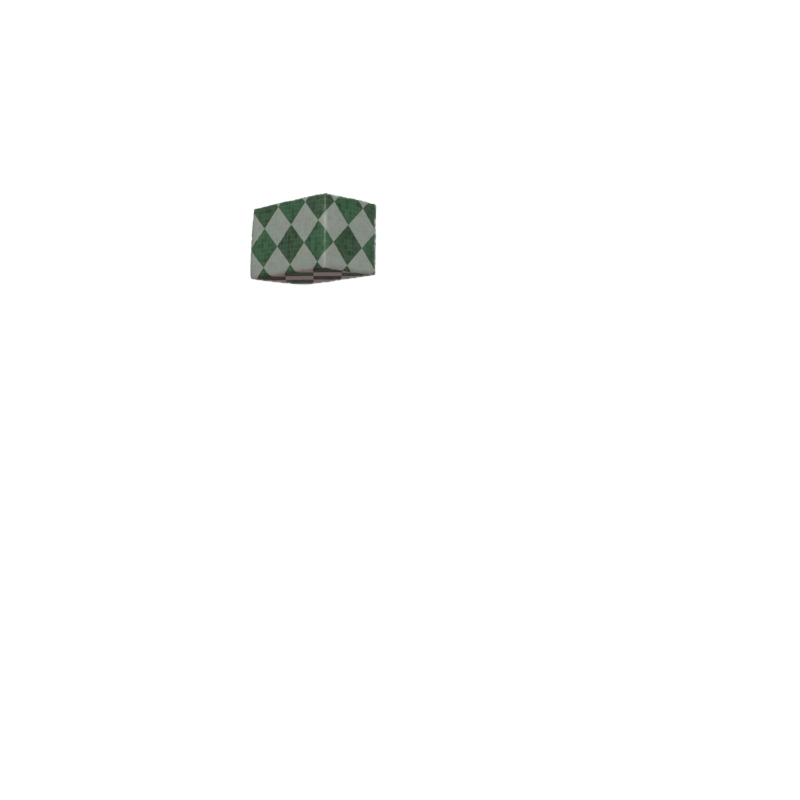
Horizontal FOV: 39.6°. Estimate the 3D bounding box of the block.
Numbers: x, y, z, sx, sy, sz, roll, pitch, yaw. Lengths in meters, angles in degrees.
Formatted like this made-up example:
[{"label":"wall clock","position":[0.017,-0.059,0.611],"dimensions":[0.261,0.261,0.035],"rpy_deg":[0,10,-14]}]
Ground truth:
[{"label":"block","position":[-0.061,-0.112,0.783],"dimensions":[0.080,0.052,0.050],"rpy_deg":[-4,-7,44]}]
